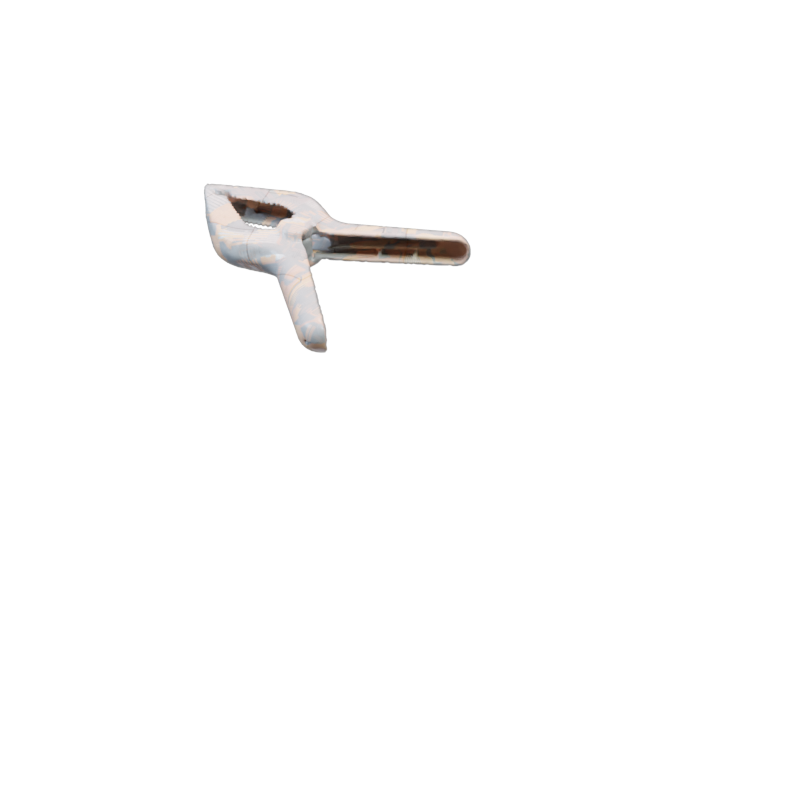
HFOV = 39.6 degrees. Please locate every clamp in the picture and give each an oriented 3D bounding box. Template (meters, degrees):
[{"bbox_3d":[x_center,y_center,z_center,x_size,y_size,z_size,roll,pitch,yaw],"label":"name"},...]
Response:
[{"bbox_3d":[-0.065,-0.118,0.826,0.164,0.034,0.225,-27,44,-32],"label":"clamp"}]
